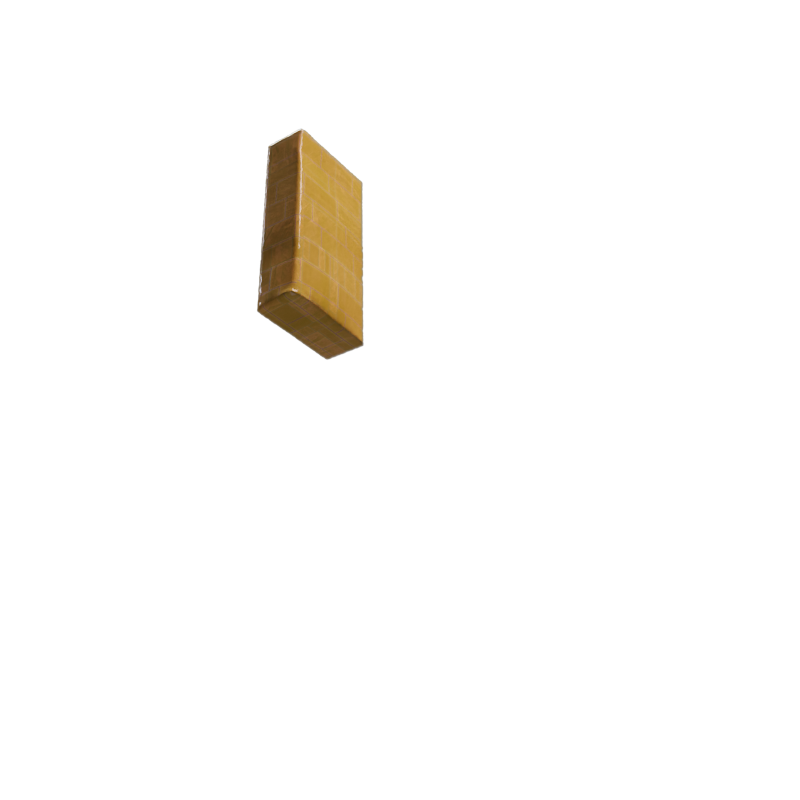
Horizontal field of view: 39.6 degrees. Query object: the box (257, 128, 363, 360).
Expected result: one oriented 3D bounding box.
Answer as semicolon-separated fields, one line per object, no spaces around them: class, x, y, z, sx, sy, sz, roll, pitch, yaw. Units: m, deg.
box;-0.073;-0.133;0.932;0.048;0.189;0.087;-26;-42;28
